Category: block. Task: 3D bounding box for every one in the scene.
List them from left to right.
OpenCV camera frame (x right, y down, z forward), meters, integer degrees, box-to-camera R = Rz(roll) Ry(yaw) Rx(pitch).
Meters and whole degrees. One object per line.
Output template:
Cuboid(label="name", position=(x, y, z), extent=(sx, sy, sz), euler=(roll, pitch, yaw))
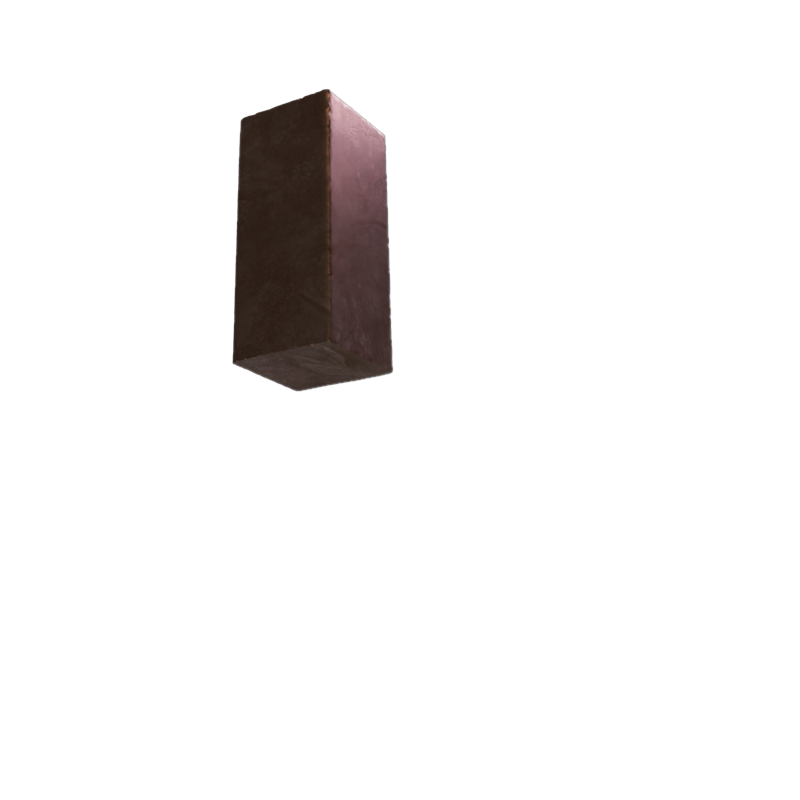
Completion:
Cuboid(label="block", position=(-0.068, -0.123, 0.863), extent=(0.092, 0.217, 0.085), euler=(-14, -26, 28))
